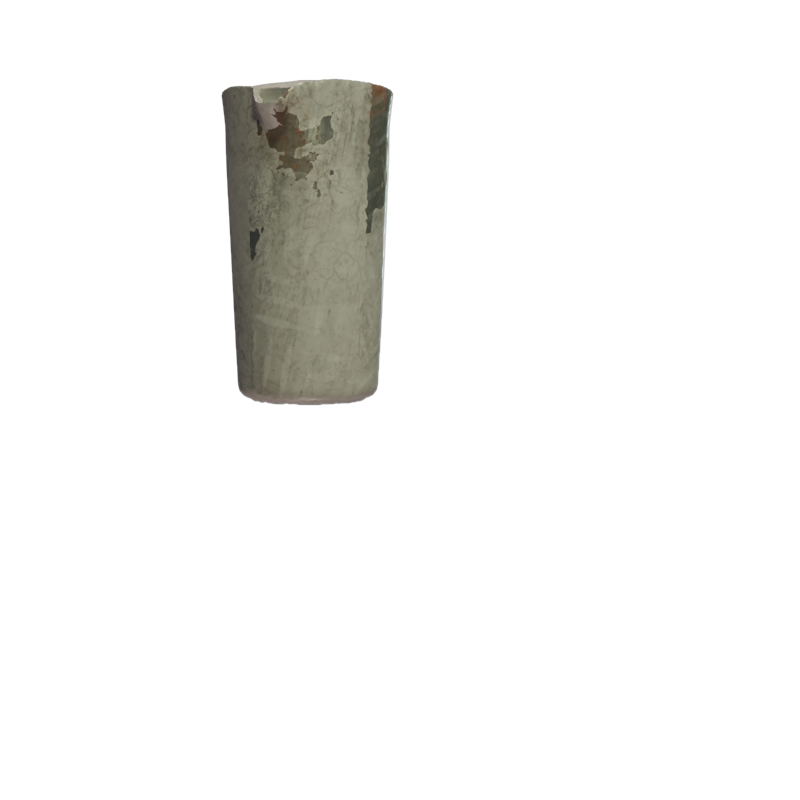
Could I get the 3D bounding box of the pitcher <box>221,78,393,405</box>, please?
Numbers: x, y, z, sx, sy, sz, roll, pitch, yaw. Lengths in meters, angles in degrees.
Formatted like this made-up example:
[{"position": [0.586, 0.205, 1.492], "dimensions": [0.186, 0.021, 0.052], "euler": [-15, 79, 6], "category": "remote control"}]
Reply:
[{"position": [-0.068, -0.124, 0.867], "dimensions": [0.144, 0.244, 0.149], "euler": [0, 0, -28], "category": "pitcher"}]
